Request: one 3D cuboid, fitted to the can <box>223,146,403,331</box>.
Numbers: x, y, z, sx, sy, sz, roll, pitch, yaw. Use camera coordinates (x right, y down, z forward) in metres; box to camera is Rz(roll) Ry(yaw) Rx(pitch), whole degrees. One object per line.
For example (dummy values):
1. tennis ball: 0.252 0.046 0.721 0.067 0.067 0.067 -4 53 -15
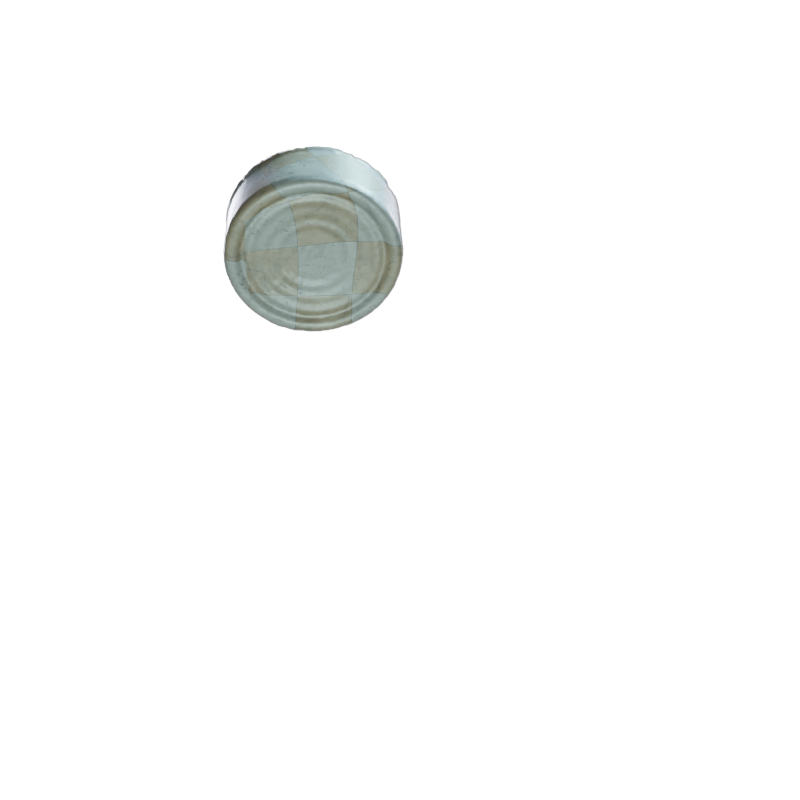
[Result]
1. can: -0.042 -0.076 0.530 0.086 0.081 0.036 1 33 -1
